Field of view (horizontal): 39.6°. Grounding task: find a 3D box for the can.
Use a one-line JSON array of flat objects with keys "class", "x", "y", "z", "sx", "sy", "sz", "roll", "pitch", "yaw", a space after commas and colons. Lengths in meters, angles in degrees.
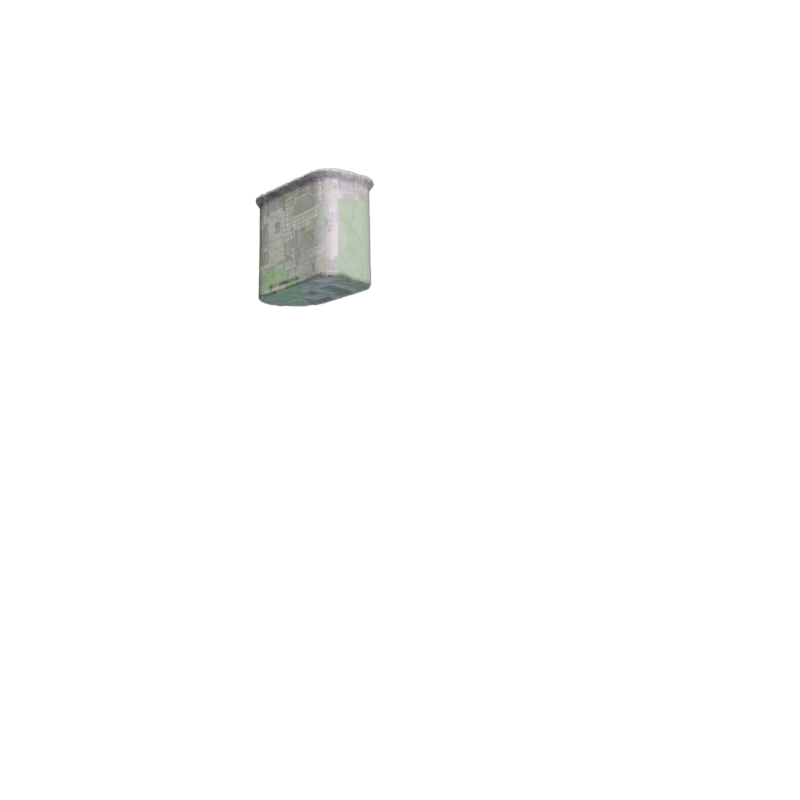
[{"class": "can", "x": -0.067, "y": -0.122, "z": 0.853, "sx": 0.054, "sy": 0.087, "sz": 0.103, "roll": 12, "pitch": -18, "yaw": -40}]
